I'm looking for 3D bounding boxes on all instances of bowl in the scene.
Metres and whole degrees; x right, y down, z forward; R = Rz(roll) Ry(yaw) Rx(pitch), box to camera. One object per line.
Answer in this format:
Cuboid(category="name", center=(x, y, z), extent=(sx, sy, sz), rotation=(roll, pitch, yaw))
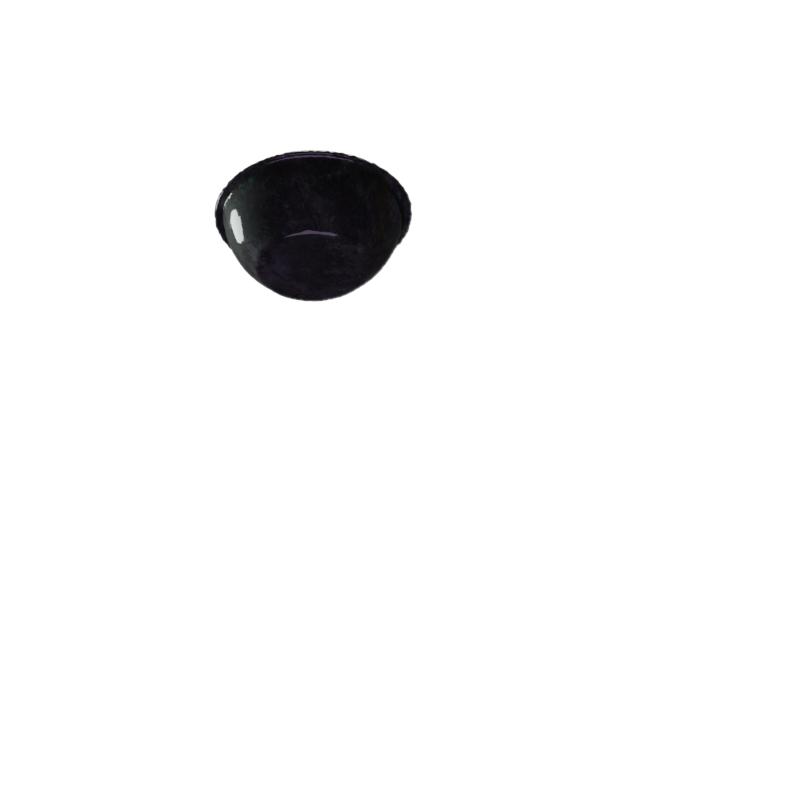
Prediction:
Cuboid(category="bowl", center=(-0.070, -0.128, 0.894), extent=(0.162, 0.059, 0.152), rotation=(1, -34, -2))
